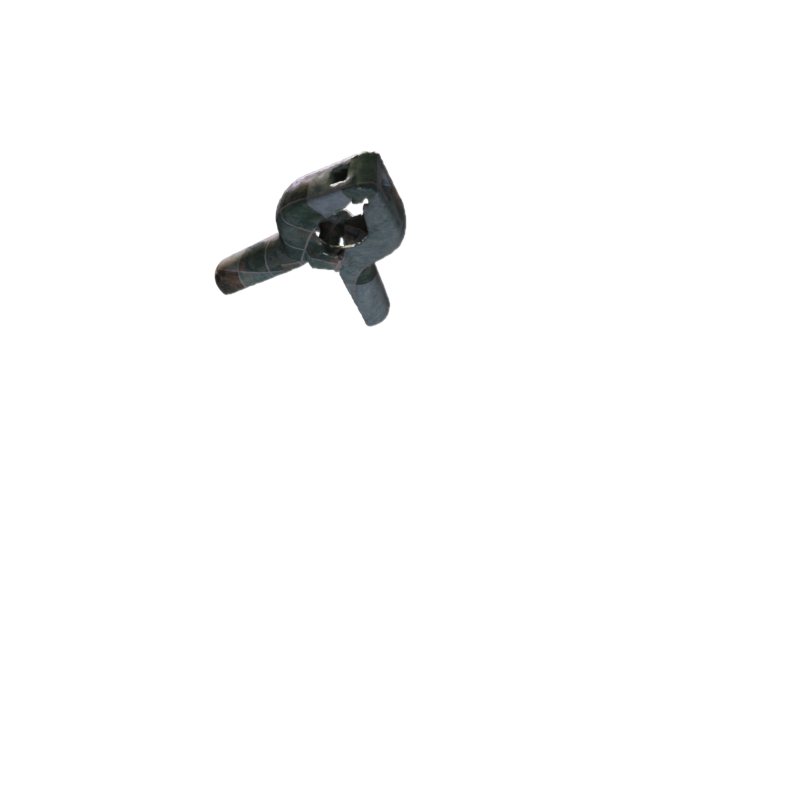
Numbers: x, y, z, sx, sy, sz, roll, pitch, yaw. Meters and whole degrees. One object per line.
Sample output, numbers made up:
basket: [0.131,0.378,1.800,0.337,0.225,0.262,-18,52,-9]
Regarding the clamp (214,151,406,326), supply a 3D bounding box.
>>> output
clamp: [-0.054,-0.099,0.694,0.119,0.042,0.163,4,-28,-8]
